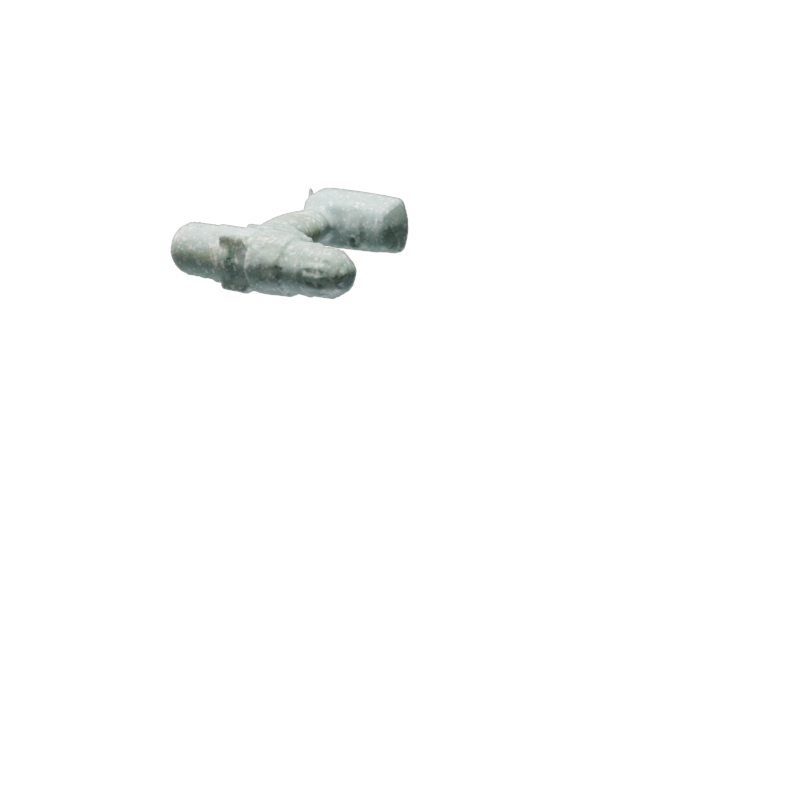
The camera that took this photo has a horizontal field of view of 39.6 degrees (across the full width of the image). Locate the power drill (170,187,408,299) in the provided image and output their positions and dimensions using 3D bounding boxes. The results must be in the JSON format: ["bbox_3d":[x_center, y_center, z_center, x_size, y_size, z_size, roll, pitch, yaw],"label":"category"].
[{"bbox_3d":[-0.075,-0.136,0.954,0.194,0.055,0.186,15,26,34],"label":"power drill"}]
